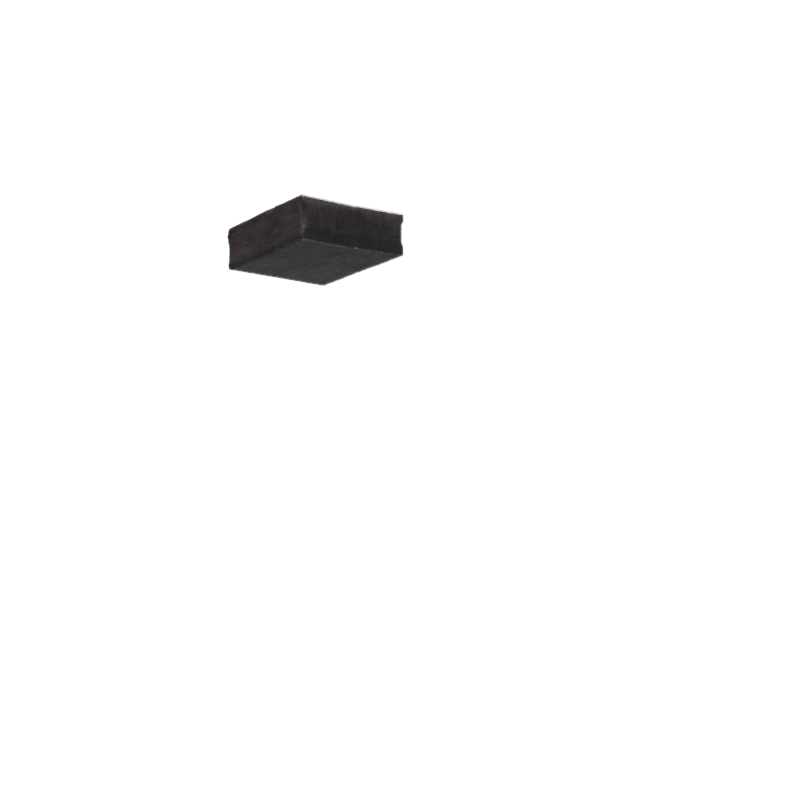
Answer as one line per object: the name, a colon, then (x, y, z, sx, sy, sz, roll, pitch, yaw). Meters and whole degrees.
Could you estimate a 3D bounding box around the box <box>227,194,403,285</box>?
box: (-0.053, -0.097, 0.676, 0.070, 0.031, 0.091, 6, -11, -35)
